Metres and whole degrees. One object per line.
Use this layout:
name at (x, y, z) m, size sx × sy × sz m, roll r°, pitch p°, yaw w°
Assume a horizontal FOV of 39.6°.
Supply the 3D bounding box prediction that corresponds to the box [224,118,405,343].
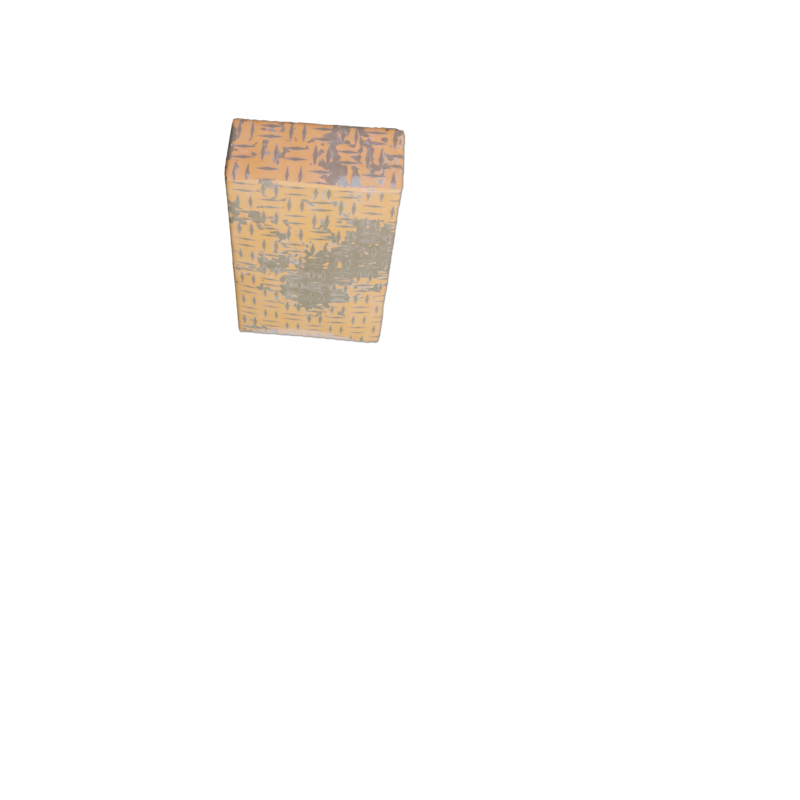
box at (-0.050, -0.091, 0.639) m, size 0.093 × 0.051 × 0.167 m, roll 5°, pitch -23°, yaw -1°
